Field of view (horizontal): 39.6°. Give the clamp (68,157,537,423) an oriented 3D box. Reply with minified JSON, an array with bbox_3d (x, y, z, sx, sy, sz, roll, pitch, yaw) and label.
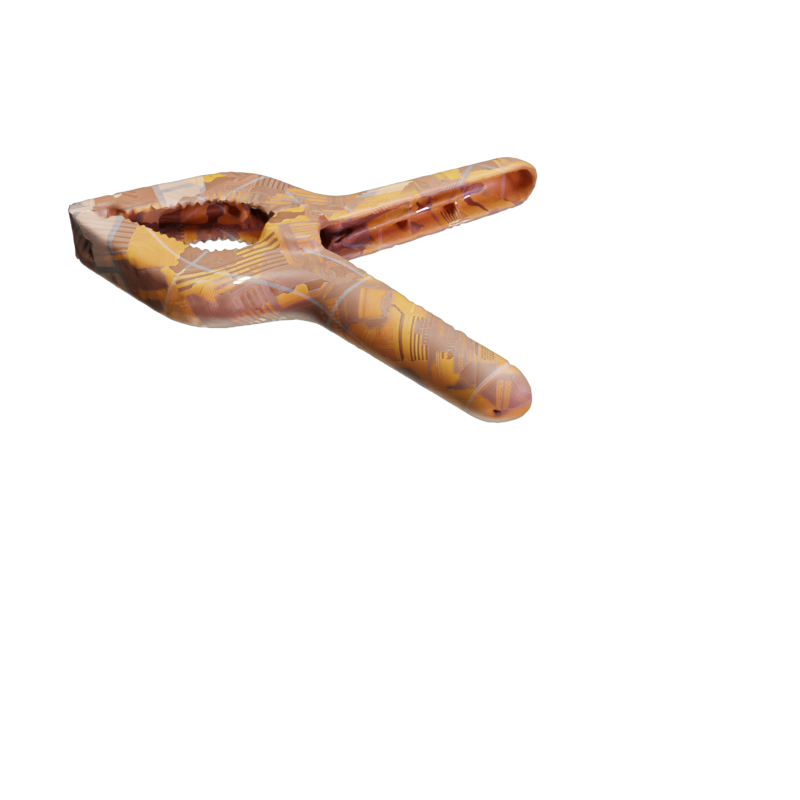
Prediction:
[{"bbox_3d":[-0.038,-0.069,0.484,0.215,0.034,0.172,10,41,12],"label":"clamp"}]
